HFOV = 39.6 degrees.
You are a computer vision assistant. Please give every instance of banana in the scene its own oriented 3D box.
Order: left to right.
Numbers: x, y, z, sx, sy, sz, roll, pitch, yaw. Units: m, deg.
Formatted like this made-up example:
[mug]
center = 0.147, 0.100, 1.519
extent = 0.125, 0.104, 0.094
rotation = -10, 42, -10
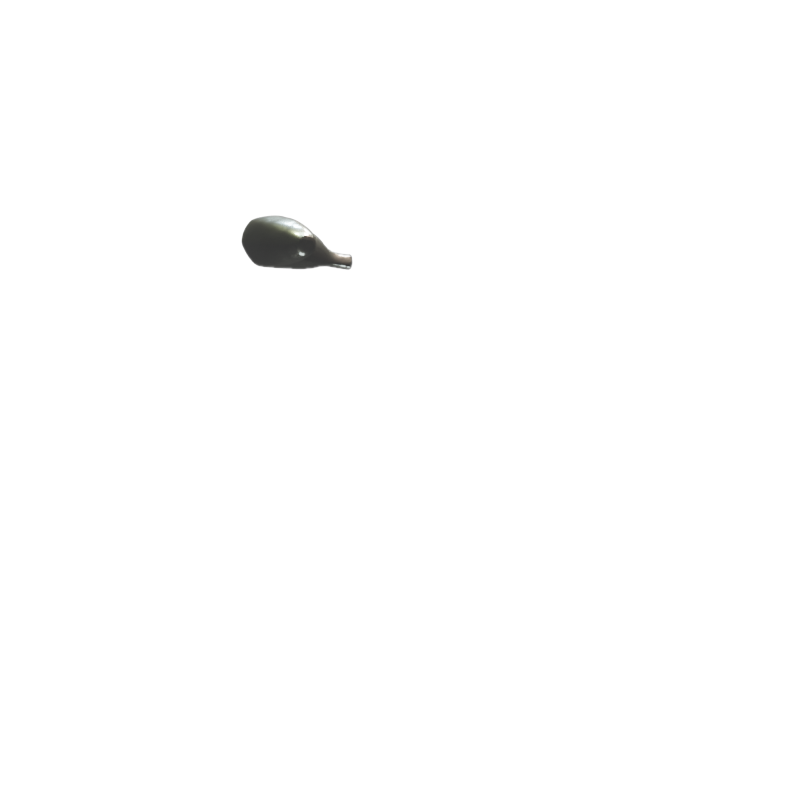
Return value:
[banana]
center = -0.080, -0.114, 0.799
extent = 0.070, 0.037, 0.196
rotation = 0, 5, 6
